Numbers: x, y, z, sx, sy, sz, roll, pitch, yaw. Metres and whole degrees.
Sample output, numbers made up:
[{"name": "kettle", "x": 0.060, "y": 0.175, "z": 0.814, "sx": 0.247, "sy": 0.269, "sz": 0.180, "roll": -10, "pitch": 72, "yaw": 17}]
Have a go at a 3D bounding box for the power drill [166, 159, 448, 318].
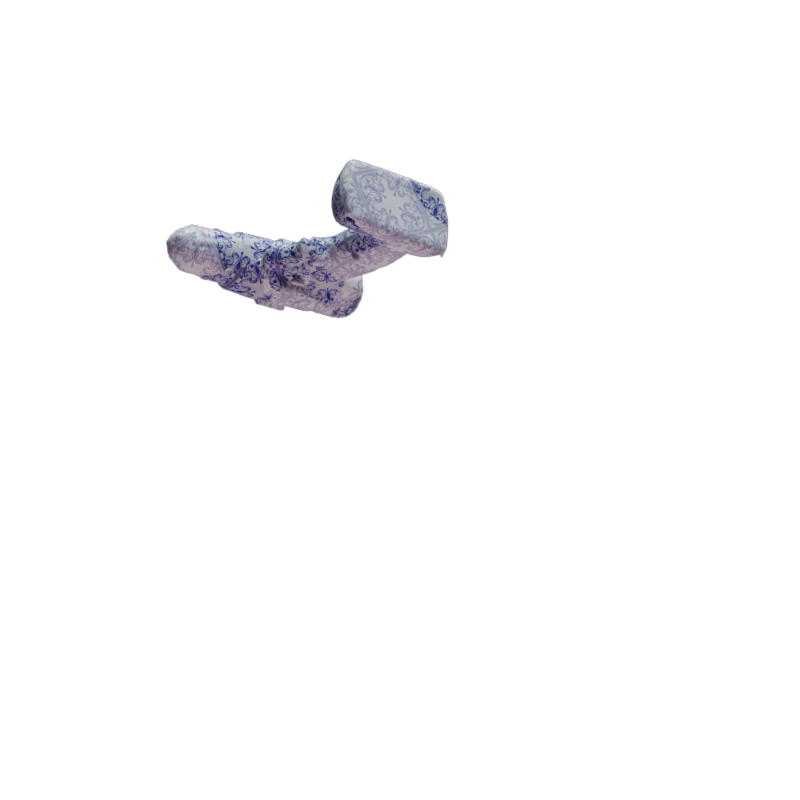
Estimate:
[{"name": "power drill", "x": -0.069, "y": -0.126, "z": 0.884, "sx": 0.175, "sy": 0.060, "sz": 0.189, "roll": 13, "pitch": -21, "yaw": -36}]
